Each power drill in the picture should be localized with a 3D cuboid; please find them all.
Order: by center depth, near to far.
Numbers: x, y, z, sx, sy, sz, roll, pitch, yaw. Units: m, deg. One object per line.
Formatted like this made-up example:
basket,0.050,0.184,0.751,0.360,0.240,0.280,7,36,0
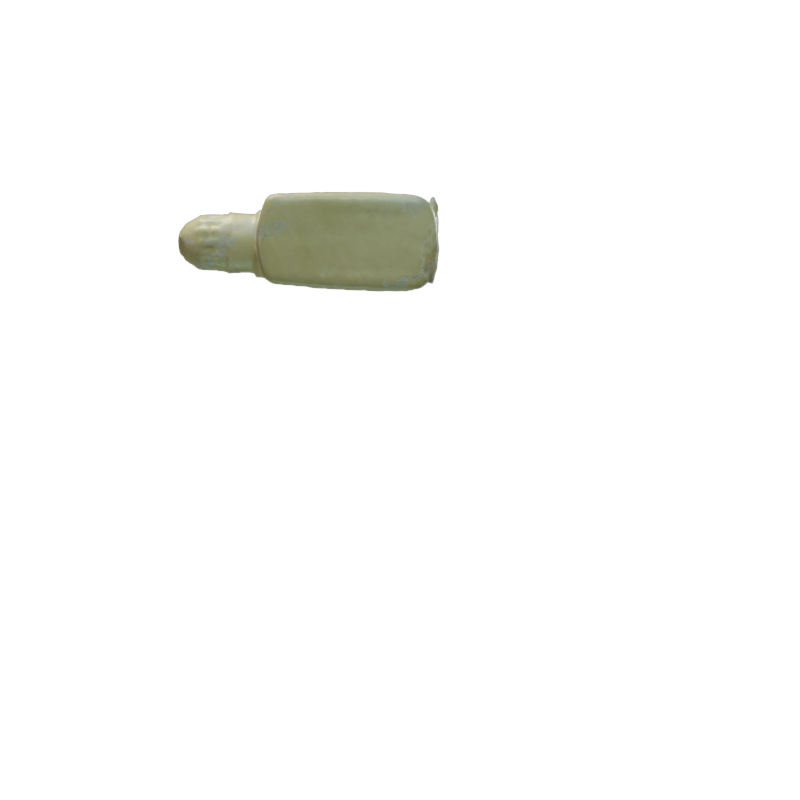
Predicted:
power drill,-0.056,-0.103,0.721,0.183,0.057,0.191,-1,8,-5
